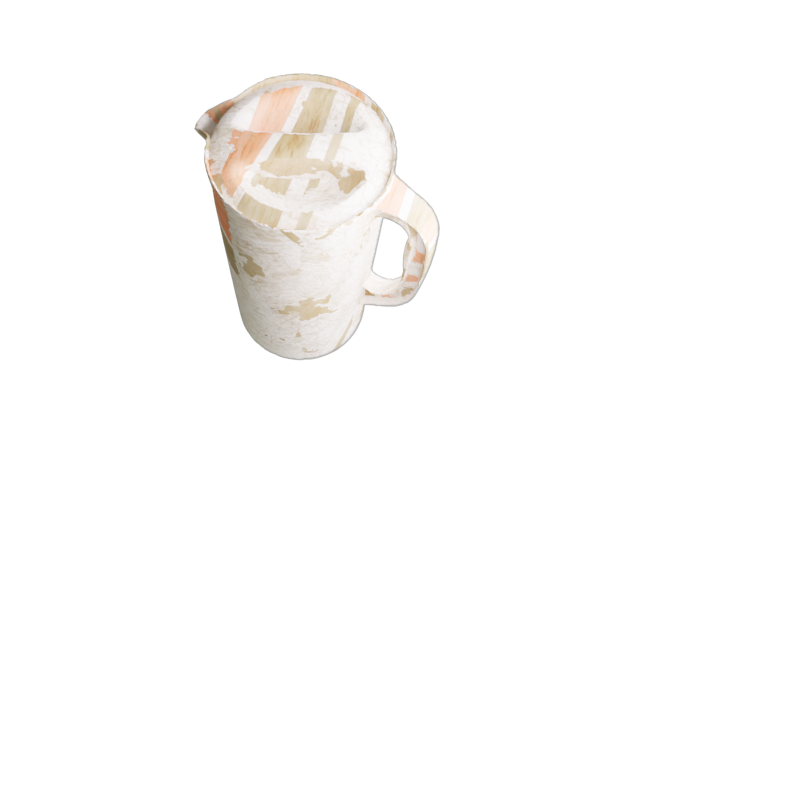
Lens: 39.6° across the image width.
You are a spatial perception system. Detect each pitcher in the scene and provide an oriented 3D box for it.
[{"bbox_3d":[-0.067,-0.122,0.853,0.144,0.159,0.229,-17,-24,-11],"label":"pitcher"}]
